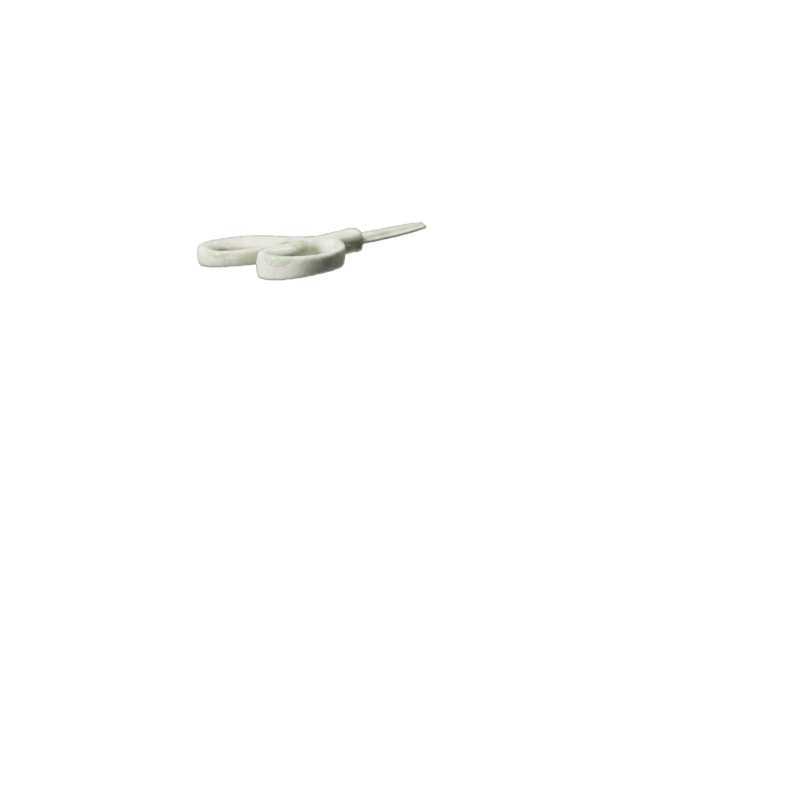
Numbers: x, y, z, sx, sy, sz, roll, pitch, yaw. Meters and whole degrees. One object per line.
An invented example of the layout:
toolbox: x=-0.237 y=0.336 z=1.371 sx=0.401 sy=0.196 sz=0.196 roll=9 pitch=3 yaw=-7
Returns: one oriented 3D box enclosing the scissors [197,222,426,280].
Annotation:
scissors: x=-0.054 y=-0.099 z=0.692 sx=0.099 sy=0.015 sz=0.202 roll=4 pitch=16 yaw=16
